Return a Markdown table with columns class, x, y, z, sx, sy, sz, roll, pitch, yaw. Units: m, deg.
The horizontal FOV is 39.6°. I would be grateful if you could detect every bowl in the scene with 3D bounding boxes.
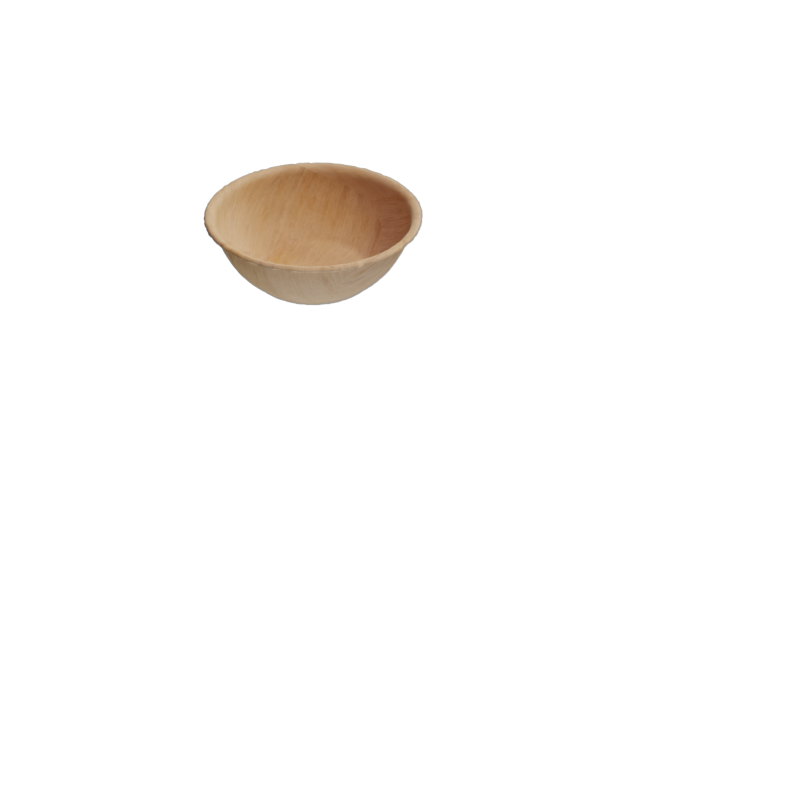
| class | x | y | z | sx | sy | sz | roll | pitch | yaw |
| --- | --- | --- | --- | --- | --- | --- | --- | --- | --- |
| bowl | -0.065 | -0.118 | 0.830 | 0.162 | 0.051 | 0.173 | -1 | 36 | -2 |
